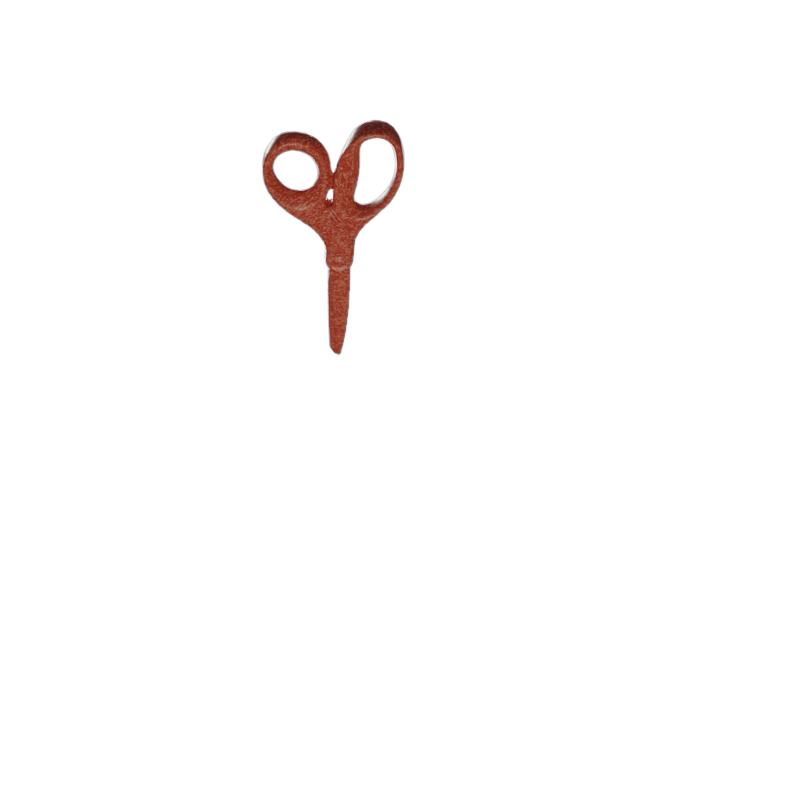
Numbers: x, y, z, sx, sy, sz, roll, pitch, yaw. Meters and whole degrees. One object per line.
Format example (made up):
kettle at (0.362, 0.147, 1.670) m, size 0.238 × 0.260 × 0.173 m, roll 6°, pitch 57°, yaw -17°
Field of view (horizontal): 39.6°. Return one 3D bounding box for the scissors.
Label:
scissors at (-0.057, -0.103, 0.722) m, size 0.094 × 0.017 × 0.192 m, roll 13°, pitch -45°, yaw -13°
